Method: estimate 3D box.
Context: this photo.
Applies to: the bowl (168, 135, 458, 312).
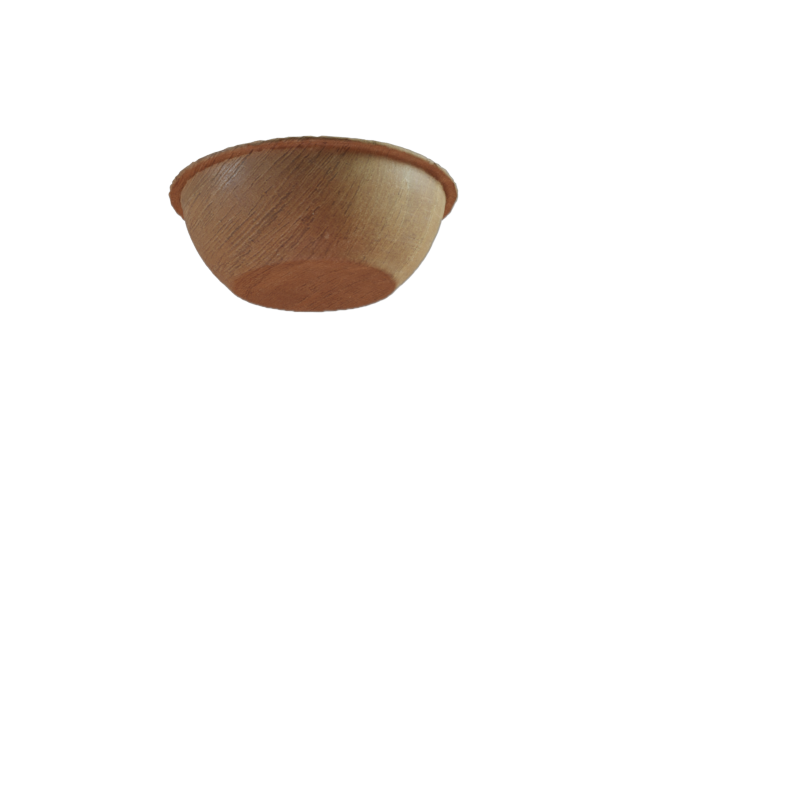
[{"bbox_3d":[-0.048,-0.088,0.614,0.162,0.057,0.156,0,-14,-2],"label":"bowl"}]
